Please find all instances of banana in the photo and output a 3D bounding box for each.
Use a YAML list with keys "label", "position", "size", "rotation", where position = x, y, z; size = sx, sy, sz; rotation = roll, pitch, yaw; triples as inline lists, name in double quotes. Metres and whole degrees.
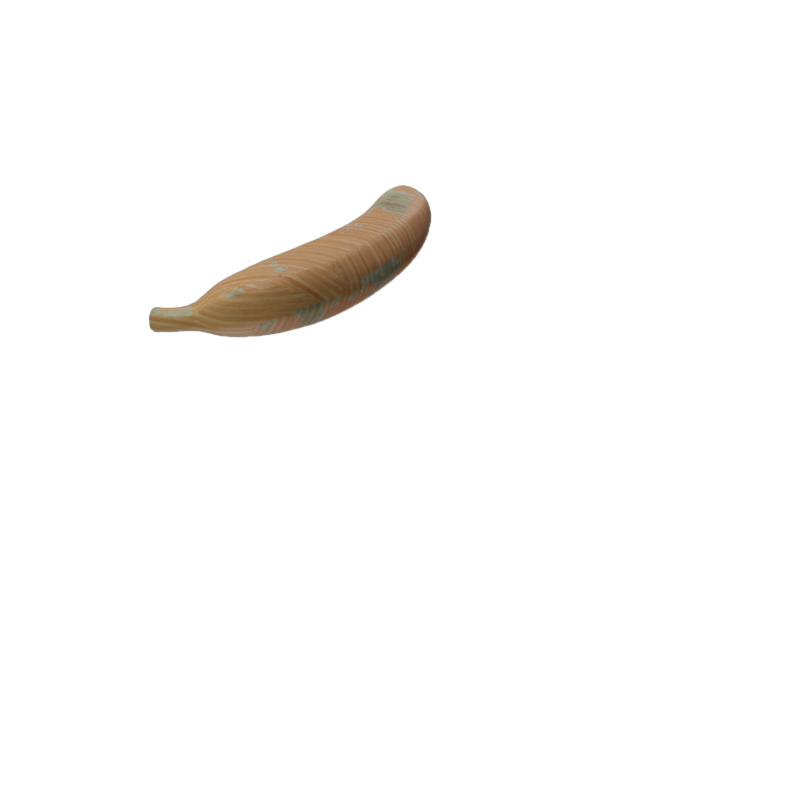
- label: "banana"
  position: [-0.033, -0.074, 0.564]
  size: [0.074, 0.035, 0.197]
  rotation: [22, 36, 33]
